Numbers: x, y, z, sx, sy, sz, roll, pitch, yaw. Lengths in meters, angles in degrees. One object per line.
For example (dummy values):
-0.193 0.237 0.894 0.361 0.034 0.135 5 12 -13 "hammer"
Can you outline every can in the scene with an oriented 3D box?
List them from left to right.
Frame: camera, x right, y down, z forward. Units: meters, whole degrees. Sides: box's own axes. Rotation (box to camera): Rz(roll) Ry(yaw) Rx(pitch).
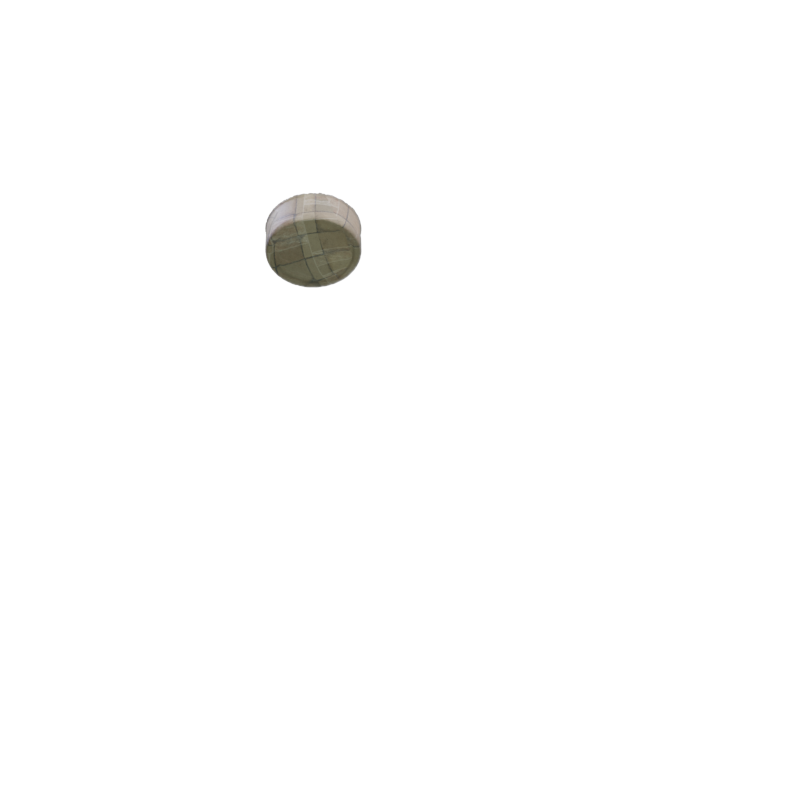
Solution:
-0.077 -0.140 0.979 0.086 0.036 0.080 1 -44 -1 "can"
